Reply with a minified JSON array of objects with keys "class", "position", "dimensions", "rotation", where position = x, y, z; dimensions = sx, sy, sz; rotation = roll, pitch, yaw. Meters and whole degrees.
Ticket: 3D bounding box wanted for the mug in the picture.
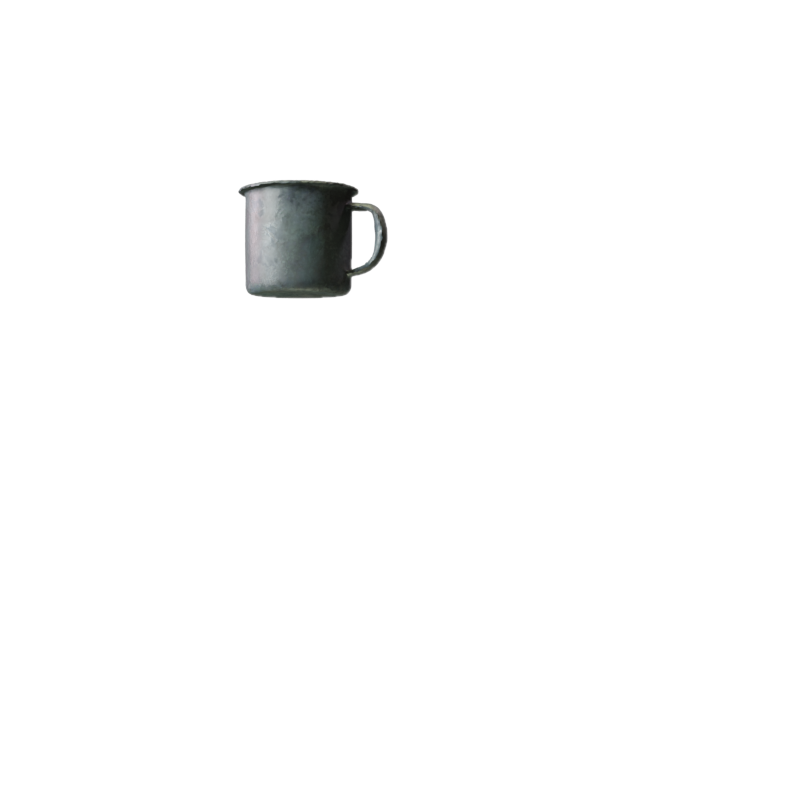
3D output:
[{"class":"mug","position":[-0.066,-0.121,0.847],"dimensions":[0.119,0.083,0.090],"rotation":[-1,-3,16]}]
